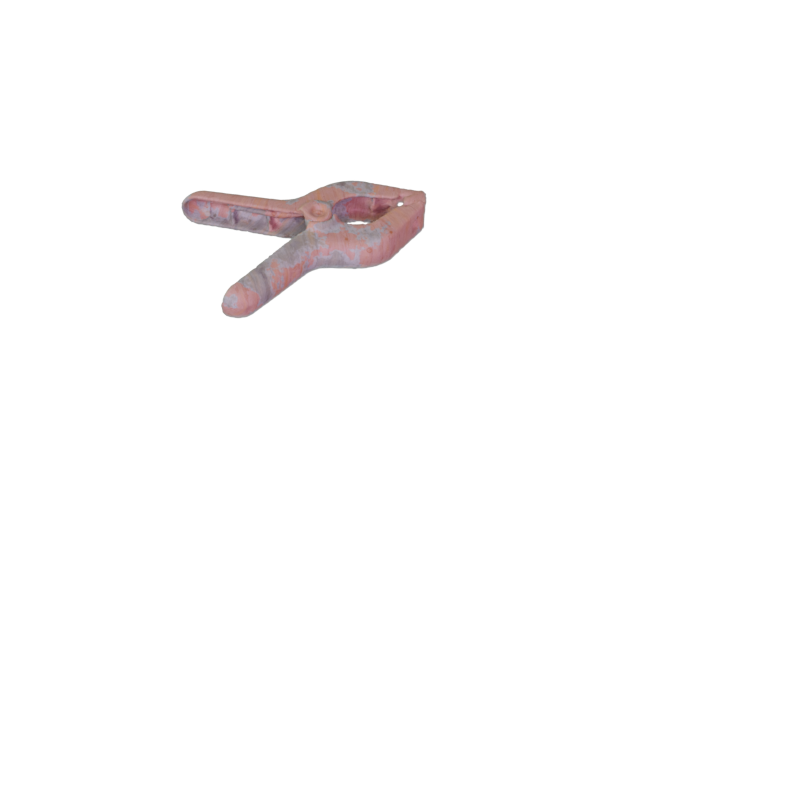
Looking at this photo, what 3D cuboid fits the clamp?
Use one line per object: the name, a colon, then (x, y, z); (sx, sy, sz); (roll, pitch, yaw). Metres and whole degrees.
clamp: (-0.060, -0.109, 0.761); (0.170, 0.130, 0.036); (-9, -39, -7)
